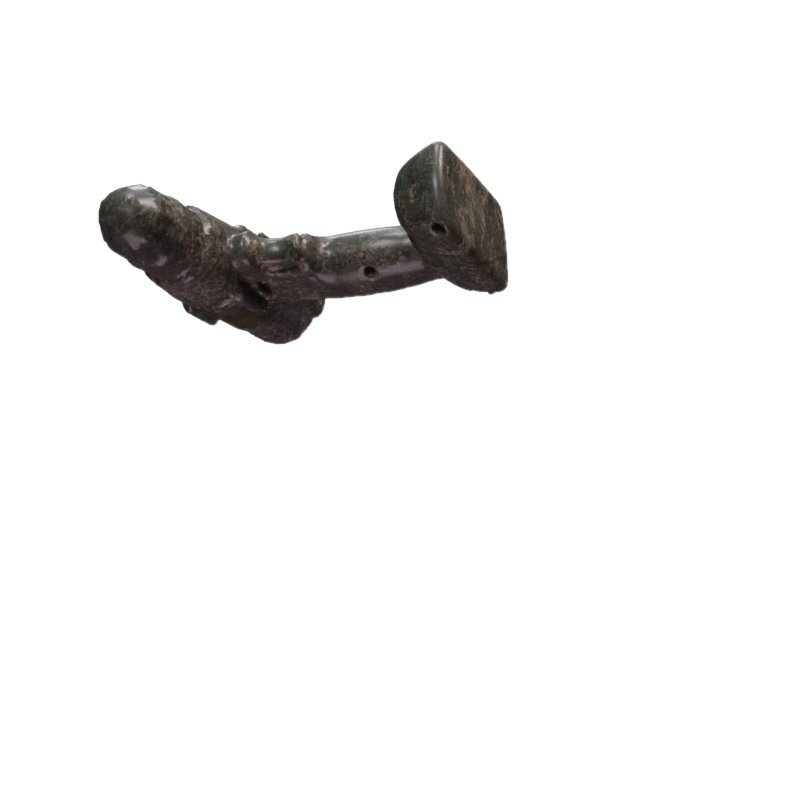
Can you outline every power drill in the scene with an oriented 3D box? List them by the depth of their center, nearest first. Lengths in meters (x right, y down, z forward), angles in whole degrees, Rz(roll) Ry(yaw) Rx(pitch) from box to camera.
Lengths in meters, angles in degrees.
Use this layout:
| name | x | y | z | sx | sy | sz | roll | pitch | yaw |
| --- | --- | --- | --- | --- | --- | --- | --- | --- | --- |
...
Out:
| name | x | y | z | sx | sy | sz | roll | pitch | yaw |
| --- | --- | --- | --- | --- | --- | --- | --- | --- | --- |
| power drill | -0.048 | -0.088 | 0.615 | 0.191 | 0.060 | 0.173 | -8 | -18 | 26 |
